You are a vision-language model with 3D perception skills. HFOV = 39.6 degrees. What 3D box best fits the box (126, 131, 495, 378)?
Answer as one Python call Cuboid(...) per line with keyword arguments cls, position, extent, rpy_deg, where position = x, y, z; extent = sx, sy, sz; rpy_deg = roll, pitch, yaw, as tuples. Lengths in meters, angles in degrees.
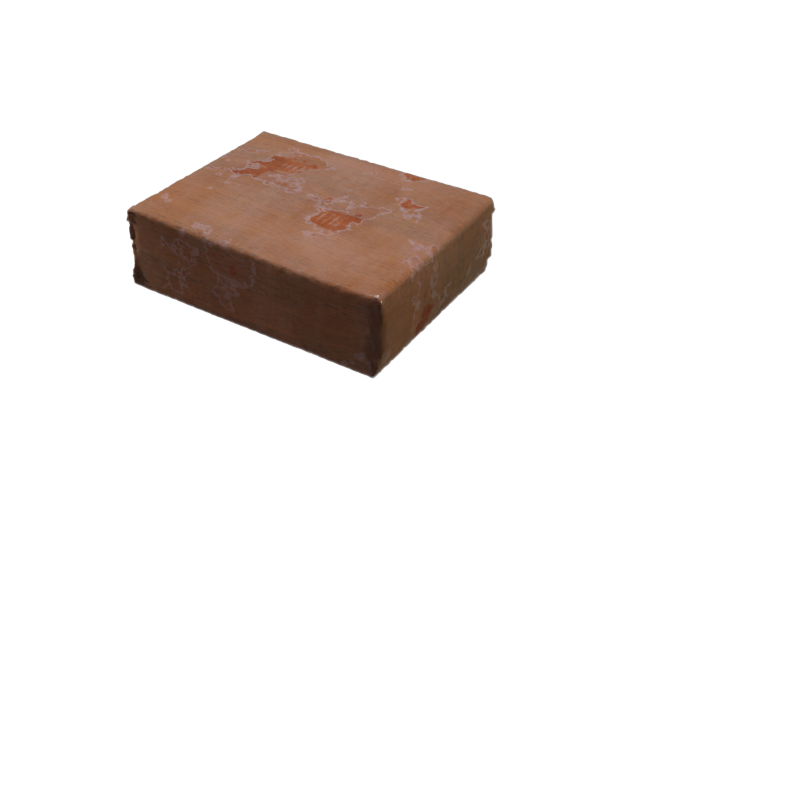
Cuboid(cls="box", position=(-0.033, -0.061, 0.427), extent=(0.119, 0.037, 0.091), rpy_deg=(19, 37, 26))
